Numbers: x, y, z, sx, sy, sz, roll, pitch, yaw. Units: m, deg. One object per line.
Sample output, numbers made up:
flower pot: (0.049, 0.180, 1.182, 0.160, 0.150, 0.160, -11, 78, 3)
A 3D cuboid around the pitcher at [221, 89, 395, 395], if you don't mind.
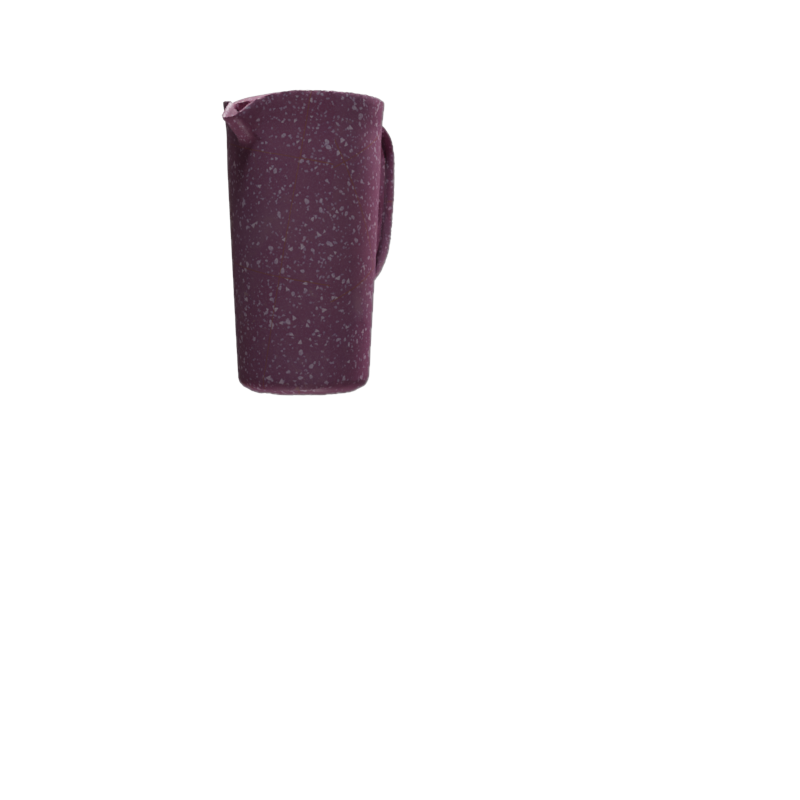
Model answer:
pitcher: (-0.072, -0.131, 0.920, 0.148, 0.243, 0.146, 0, 1, -4)
